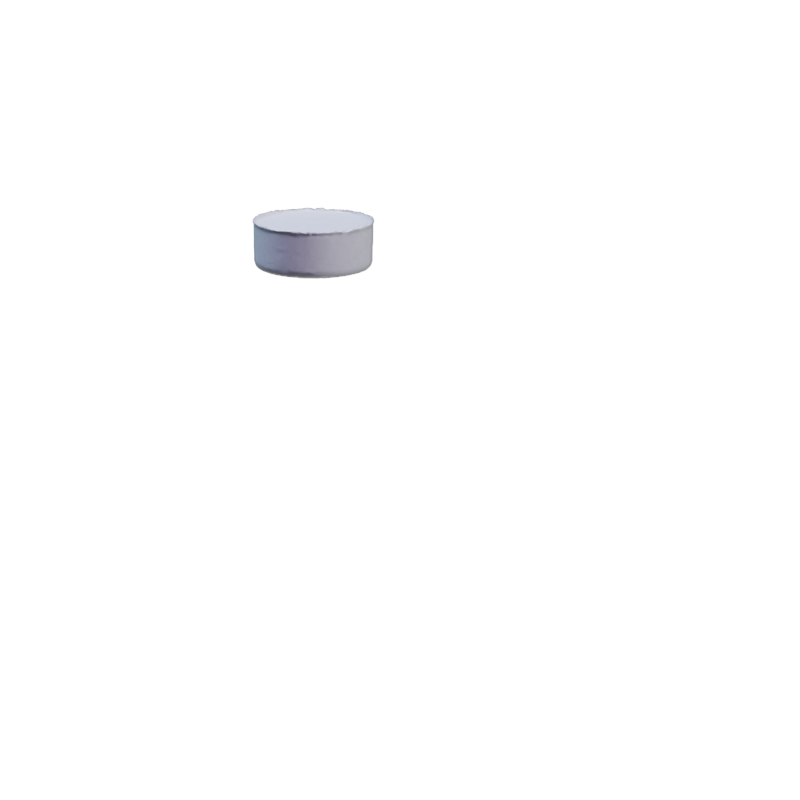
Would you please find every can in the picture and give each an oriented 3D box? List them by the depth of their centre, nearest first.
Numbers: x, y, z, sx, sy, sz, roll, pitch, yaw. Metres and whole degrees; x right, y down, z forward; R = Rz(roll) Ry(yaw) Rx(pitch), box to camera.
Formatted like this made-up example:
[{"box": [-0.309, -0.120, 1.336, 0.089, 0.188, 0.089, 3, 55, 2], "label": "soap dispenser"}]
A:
[{"box": [-0.062, -0.112, 0.786, 0.086, 0.032, 0.089, -1, 19, -2], "label": "can"}]
